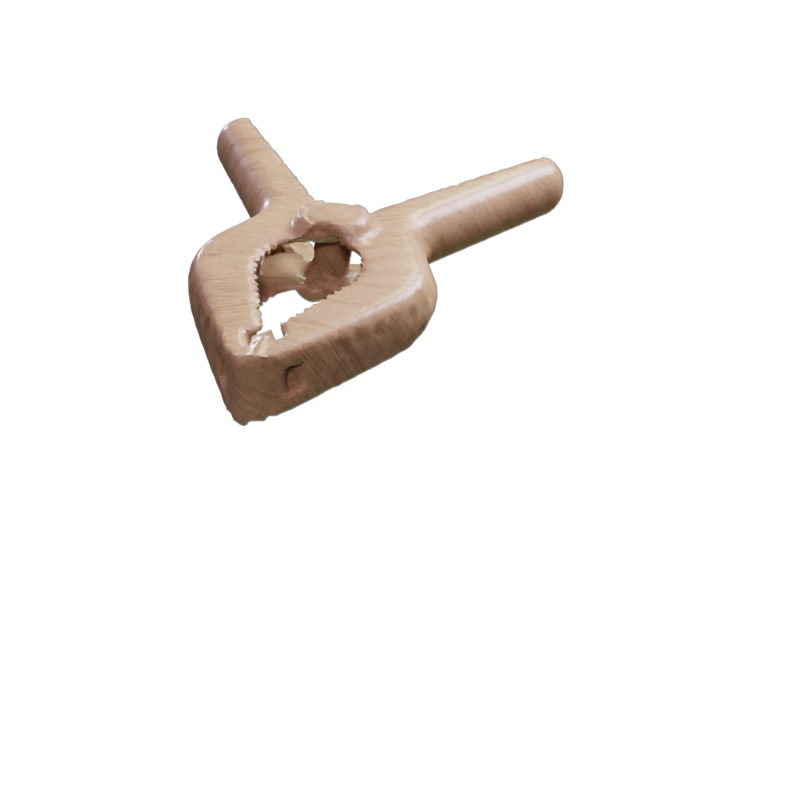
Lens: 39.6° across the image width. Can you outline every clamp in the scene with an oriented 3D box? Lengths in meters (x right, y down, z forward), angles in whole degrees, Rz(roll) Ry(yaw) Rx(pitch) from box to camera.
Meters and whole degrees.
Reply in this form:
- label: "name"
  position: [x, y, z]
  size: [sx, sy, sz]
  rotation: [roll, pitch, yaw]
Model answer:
- label: "clamp"
  position: [-0.035, -0.065, 0.453]
  size: [0.170, 0.034, 0.216]
  rotation: [12, 36, 17]
